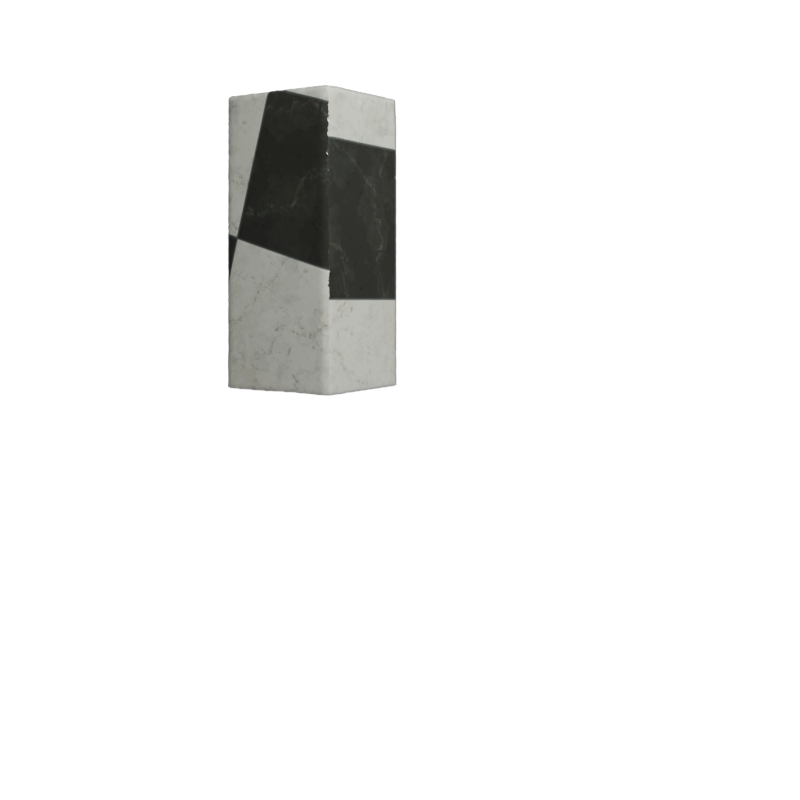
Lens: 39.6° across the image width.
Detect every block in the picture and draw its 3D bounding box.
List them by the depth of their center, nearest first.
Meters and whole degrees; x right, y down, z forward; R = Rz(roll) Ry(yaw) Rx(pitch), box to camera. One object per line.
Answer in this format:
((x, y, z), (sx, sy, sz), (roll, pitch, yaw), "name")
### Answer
((-0.061, -0.113, 0.790), (0.093, 0.207, 0.087), (0, 0, 34), "block")
